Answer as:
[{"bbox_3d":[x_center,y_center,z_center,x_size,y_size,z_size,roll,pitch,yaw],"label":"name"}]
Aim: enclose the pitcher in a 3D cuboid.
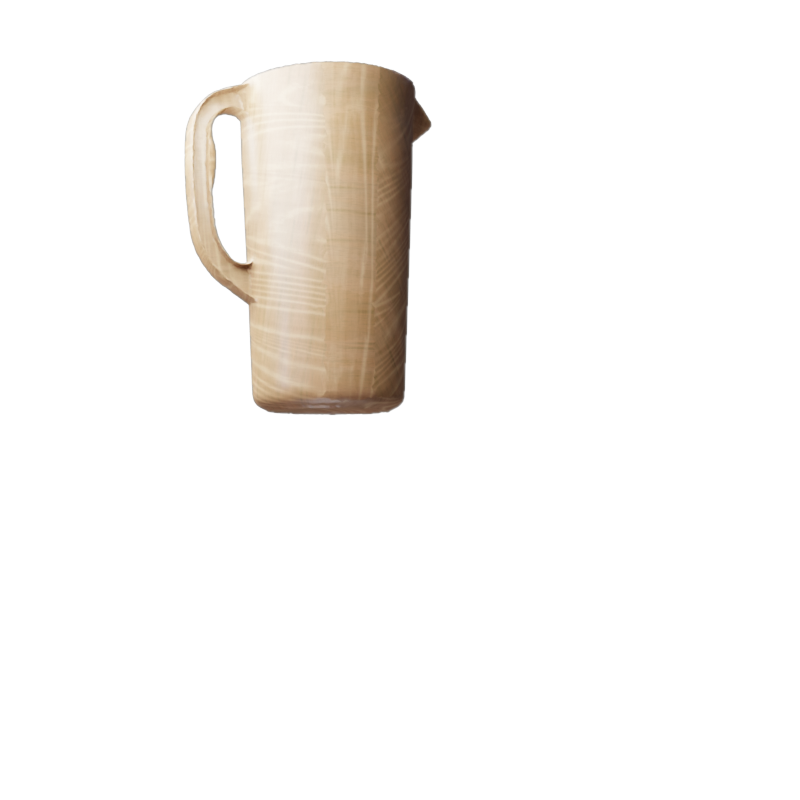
[{"bbox_3d":[-0.063,-0.114,0.802,0.152,0.250,0.138,-4,-10,21],"label":"pitcher"}]
